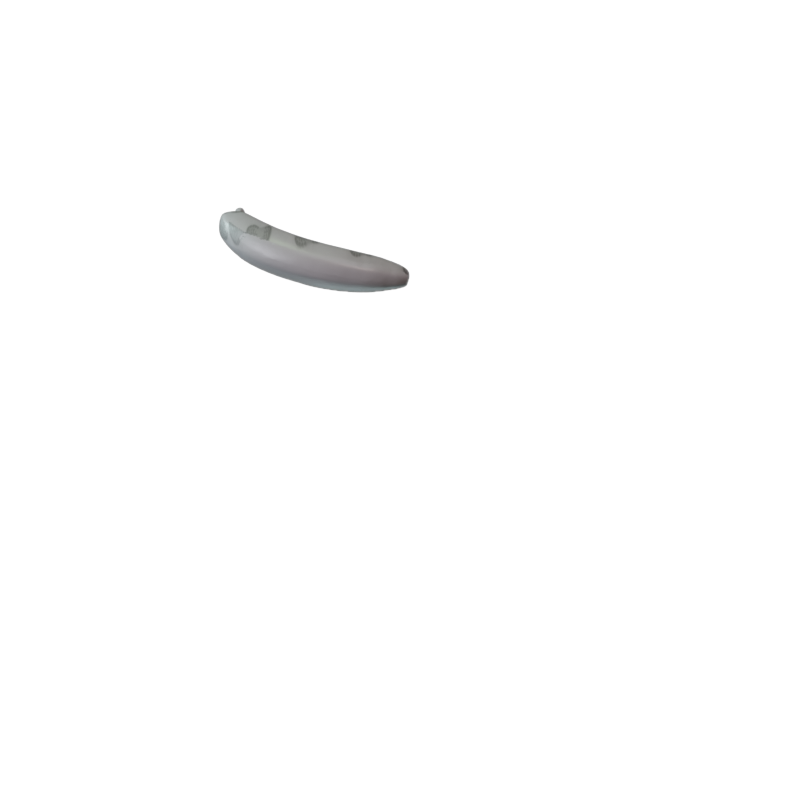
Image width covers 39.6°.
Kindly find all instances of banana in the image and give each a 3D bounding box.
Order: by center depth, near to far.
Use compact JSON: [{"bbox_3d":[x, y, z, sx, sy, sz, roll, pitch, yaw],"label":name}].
[{"bbox_3d":[-0.088,-0.128,0.940,0.210,0.034,0.070,26,42,31],"label":"banana"}]
